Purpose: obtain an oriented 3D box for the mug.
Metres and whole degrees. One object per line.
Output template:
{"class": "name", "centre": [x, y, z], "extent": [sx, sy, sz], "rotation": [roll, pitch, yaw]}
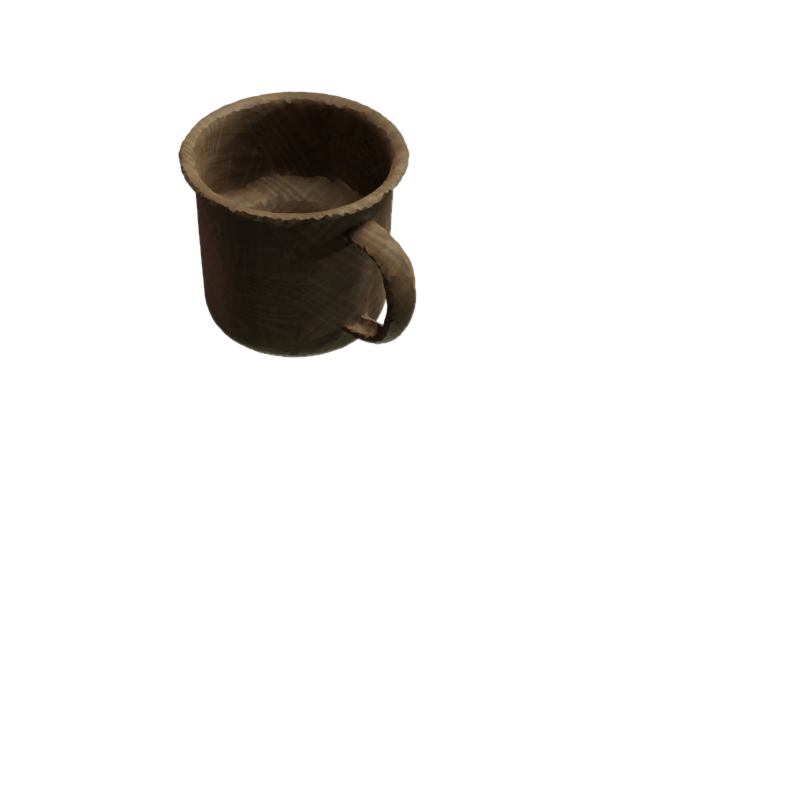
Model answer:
{"class": "mug", "centre": [-0.037, -0.067, 0.466], "extent": [0.093, 0.076, 0.125], "rotation": [-31, 52, -31]}
